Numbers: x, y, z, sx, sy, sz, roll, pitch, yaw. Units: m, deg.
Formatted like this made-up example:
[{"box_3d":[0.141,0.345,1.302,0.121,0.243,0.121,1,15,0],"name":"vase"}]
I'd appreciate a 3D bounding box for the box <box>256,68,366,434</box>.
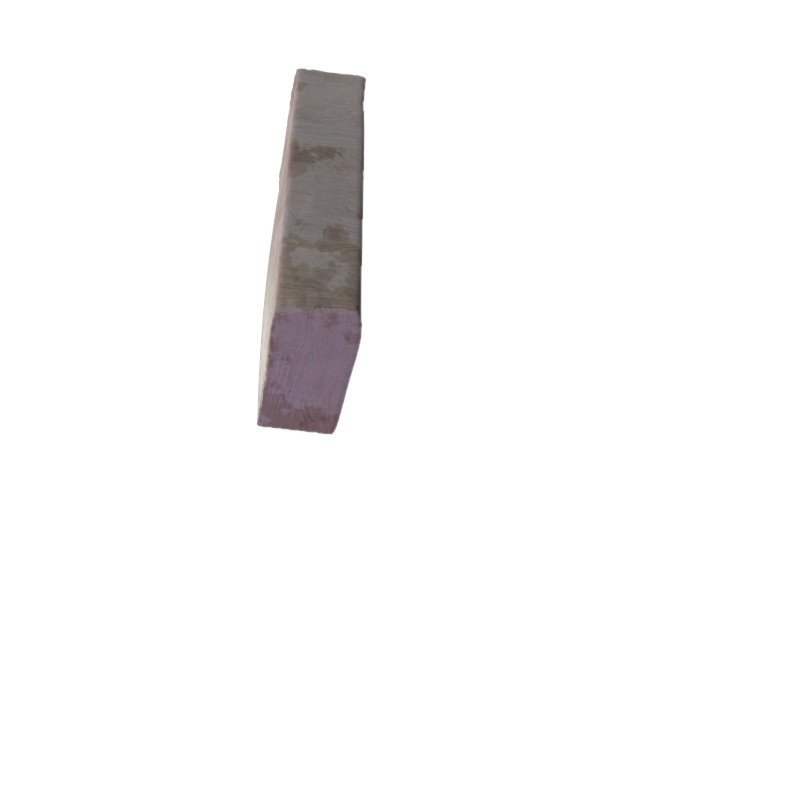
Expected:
[{"box_3d":[-0.046,-0.082,0.578,0.047,0.189,0.088,5,-41,-10],"name":"box"}]
